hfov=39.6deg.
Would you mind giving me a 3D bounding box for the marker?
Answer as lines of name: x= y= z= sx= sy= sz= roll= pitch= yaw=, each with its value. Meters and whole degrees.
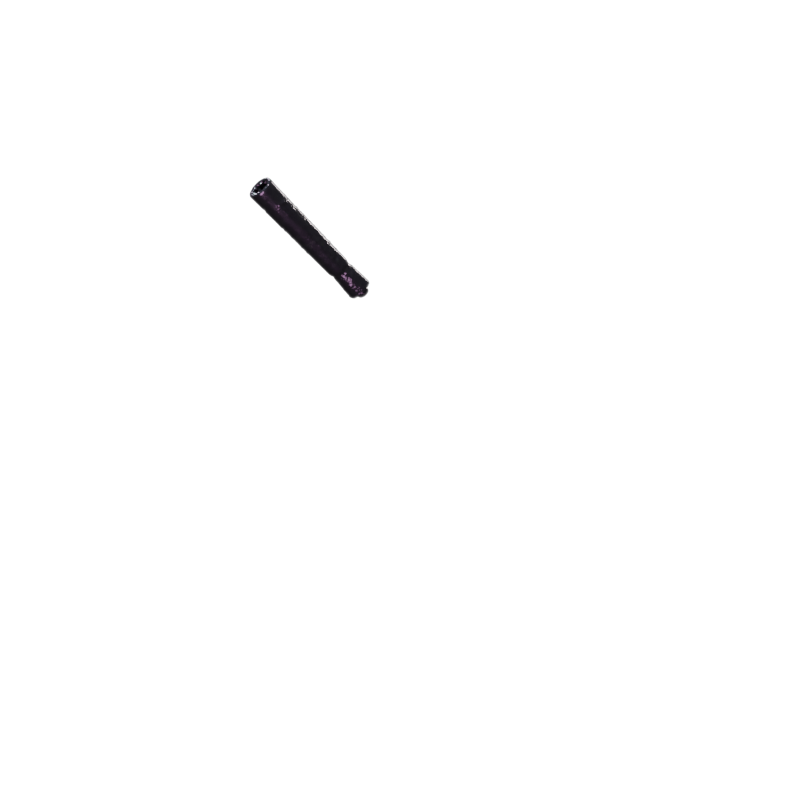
marker: x=-0.063 y=-0.115 z=0.805 sx=0.113 sy=0.020 sz=0.020 roll=44 pitch=-22 yaw=-28
